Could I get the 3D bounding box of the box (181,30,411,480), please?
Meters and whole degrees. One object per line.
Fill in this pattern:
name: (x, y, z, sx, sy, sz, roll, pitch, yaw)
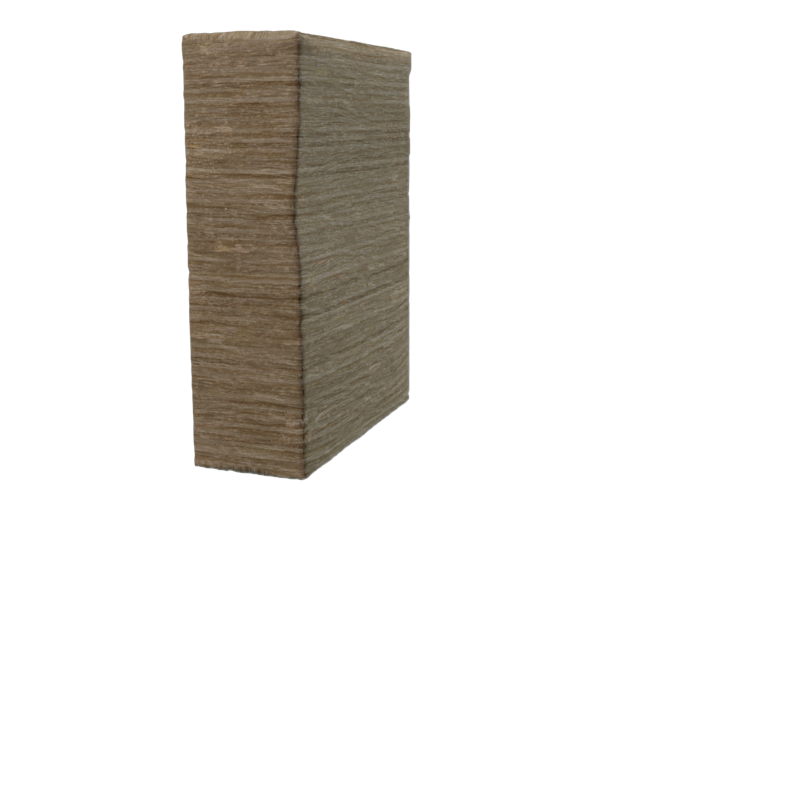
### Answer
box: (-0.047, -0.085, 0.598, 0.074, 0.210, 0.163, 3, 10, 20)
